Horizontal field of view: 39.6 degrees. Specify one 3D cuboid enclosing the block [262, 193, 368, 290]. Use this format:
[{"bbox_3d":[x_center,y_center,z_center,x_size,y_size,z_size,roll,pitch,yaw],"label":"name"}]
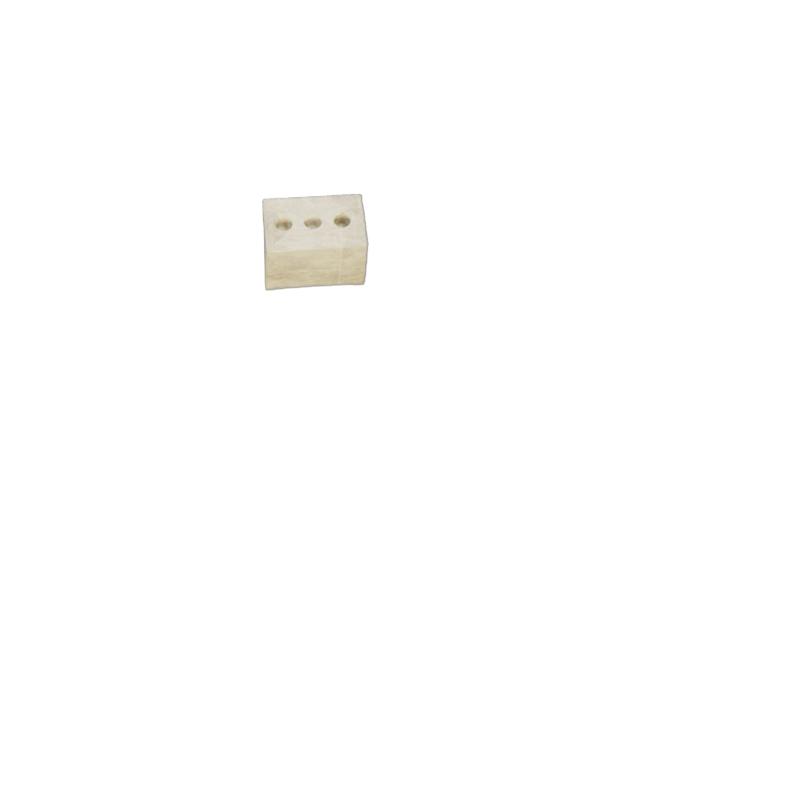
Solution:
[{"bbox_3d":[-0.066,-0.120,0.843,0.078,0.057,0.048,-4,-33,-4],"label":"block"}]
